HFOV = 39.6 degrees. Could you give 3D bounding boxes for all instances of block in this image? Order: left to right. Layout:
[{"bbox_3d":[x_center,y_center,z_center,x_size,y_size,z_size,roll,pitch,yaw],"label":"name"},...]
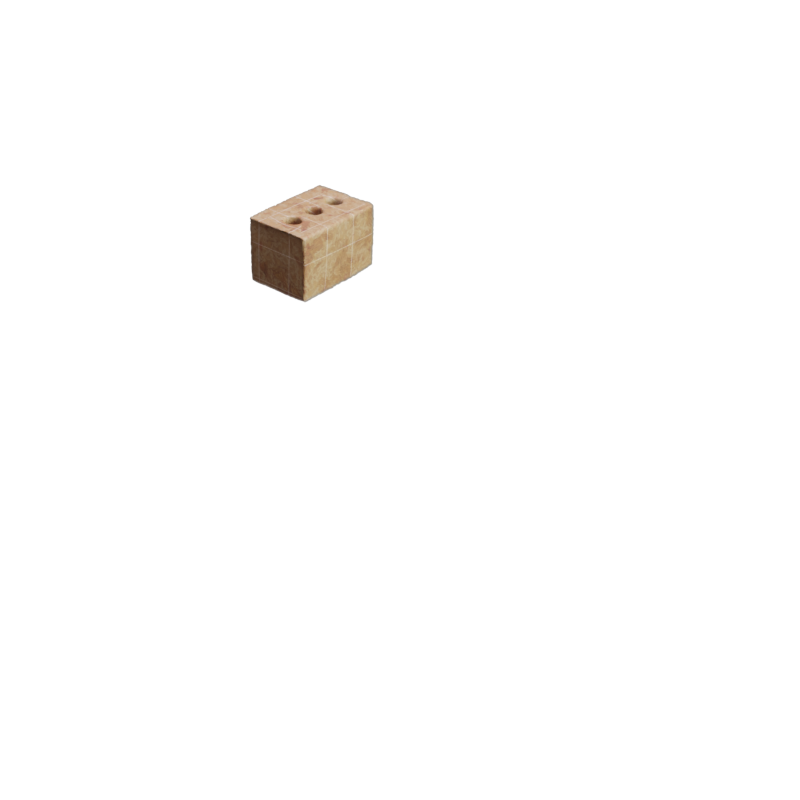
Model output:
[{"bbox_3d":[-0.062,-0.113,0.792,0.056,0.048,0.078,22,37,31],"label":"block"}]
